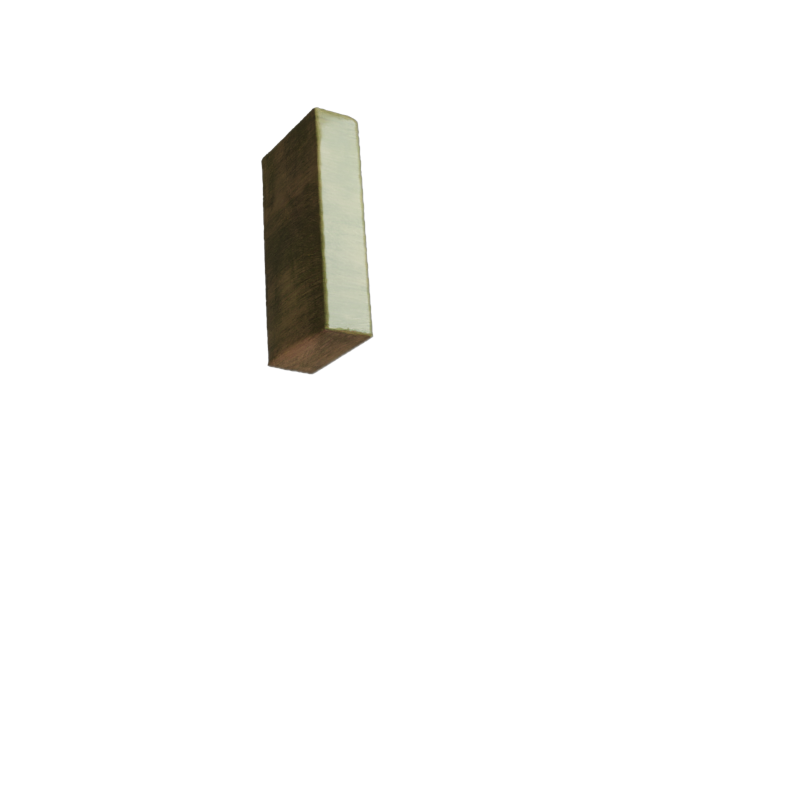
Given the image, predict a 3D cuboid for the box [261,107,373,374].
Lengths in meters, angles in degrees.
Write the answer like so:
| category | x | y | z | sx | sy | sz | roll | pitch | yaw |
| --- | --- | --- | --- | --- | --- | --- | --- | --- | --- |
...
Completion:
| category | x | y | z | sx | sy | sz | roll | pitch | yaw |
| --- | --- | --- | --- | --- | --- | --- | --- | --- | --- |
| box | -0.064 | -0.117 | 0.821 | 0.046 | 0.186 | 0.093 | 13 | -27 | -30 |
